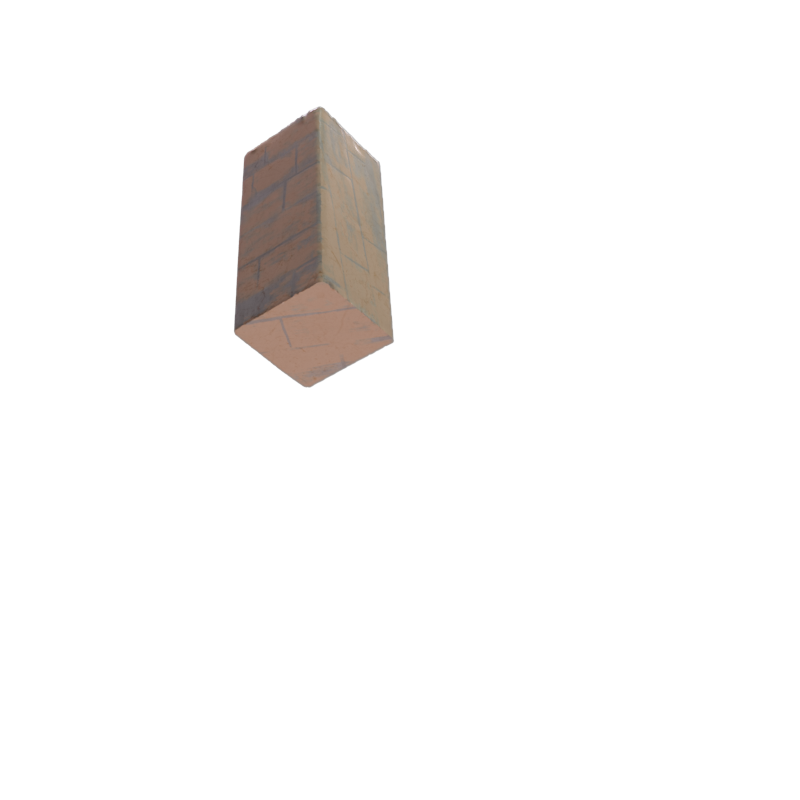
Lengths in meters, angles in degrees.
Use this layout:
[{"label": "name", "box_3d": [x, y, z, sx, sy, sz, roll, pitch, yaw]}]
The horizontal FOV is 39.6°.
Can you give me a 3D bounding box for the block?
[{"label": "block", "box_3d": [-0.071, -0.129, 0.902, 0.090, 0.221, 0.084, -29, -48, 26]}]
